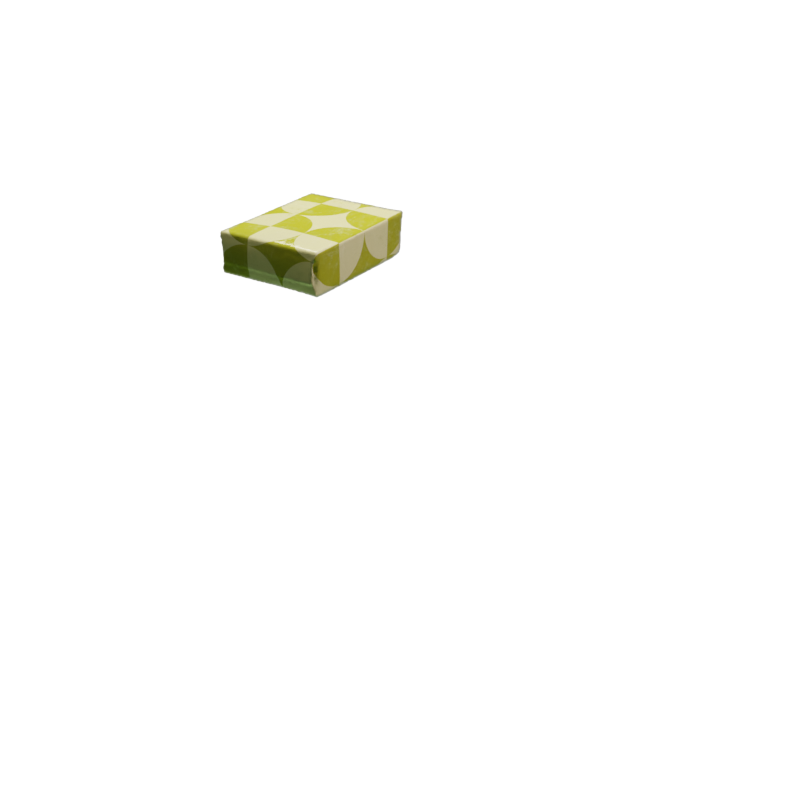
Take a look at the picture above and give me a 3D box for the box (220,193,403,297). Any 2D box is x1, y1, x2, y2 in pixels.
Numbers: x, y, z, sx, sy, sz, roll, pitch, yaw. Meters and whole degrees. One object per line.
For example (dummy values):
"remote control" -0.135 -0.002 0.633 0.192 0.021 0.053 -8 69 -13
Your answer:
"box" -0.065 -0.119 0.832 0.095 0.037 0.113 17 30 31
